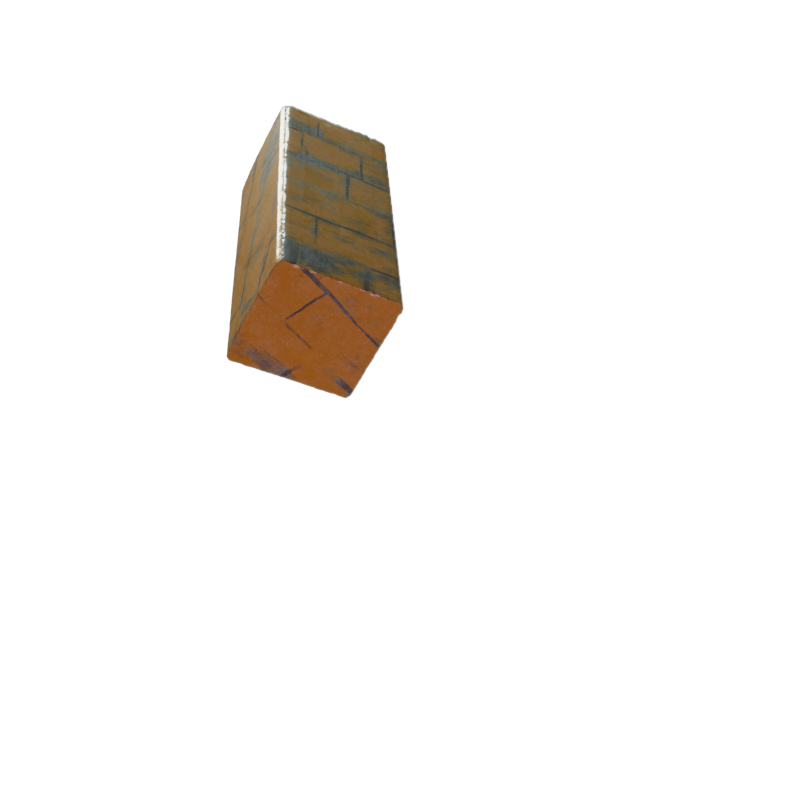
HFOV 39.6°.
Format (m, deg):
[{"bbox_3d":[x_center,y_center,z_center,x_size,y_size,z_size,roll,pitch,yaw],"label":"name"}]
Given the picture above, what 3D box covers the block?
[{"bbox_3d":[-0.062,-0.114,0.795,0.088,0.087,0.221,19,36,-18],"label":"block"}]
